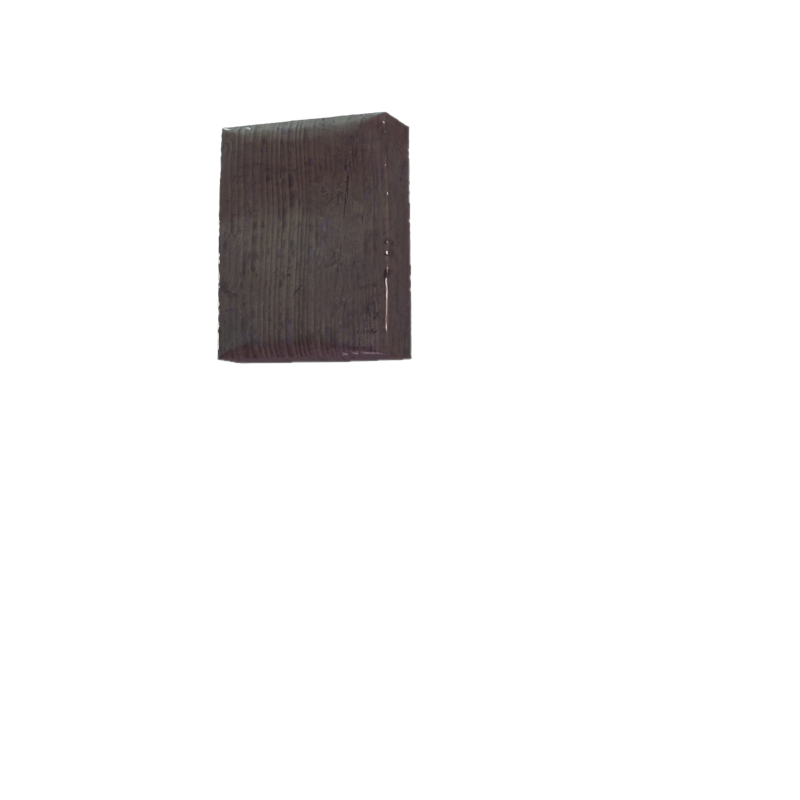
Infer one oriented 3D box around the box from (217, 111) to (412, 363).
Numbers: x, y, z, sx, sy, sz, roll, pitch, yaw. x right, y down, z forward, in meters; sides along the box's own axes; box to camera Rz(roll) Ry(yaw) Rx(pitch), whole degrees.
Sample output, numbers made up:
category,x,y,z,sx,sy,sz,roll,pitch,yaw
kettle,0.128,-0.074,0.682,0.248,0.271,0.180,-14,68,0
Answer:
category,x,y,z,sx,sy,sz,roll,pitch,yaw
box,-0.077,-0.141,0.989,0.168,0.218,0.069,-2,-7,21
